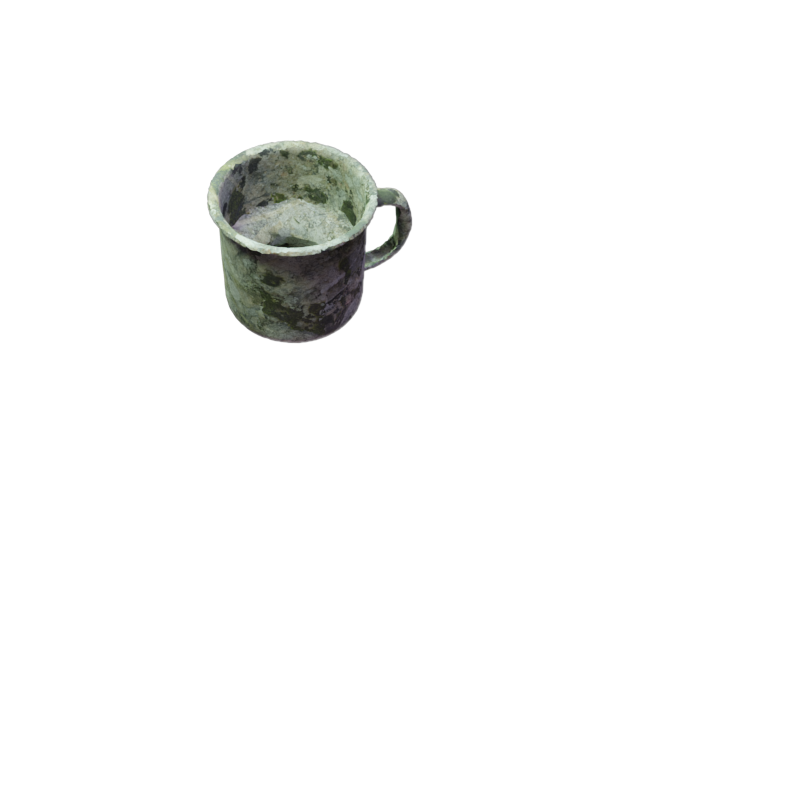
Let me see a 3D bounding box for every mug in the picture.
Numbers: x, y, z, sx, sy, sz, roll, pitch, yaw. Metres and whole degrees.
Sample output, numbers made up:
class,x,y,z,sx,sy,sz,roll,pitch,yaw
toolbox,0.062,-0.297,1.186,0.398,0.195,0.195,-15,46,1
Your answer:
class,x,y,z,sx,sy,sz,roll,pitch,yaw
mug,-0.049,-0.090,0.632,0.116,0.101,0.076,-15,-40,-15
